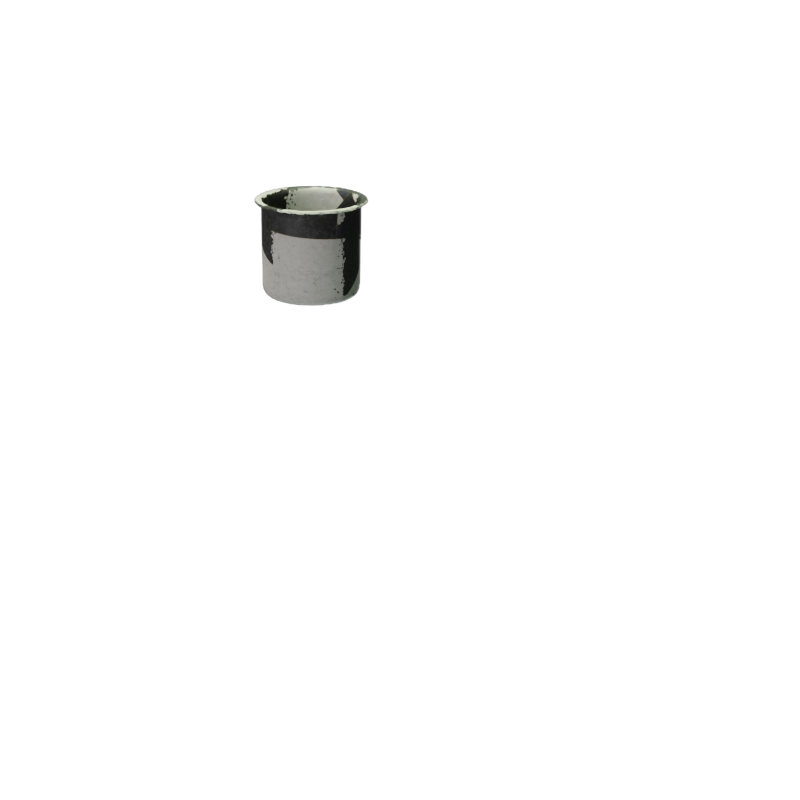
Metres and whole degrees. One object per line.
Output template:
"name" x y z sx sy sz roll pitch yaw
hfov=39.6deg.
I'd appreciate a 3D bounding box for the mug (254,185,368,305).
"mug" -0.073 -0.133 0.930 0.094 0.078 0.121 2 21 5
